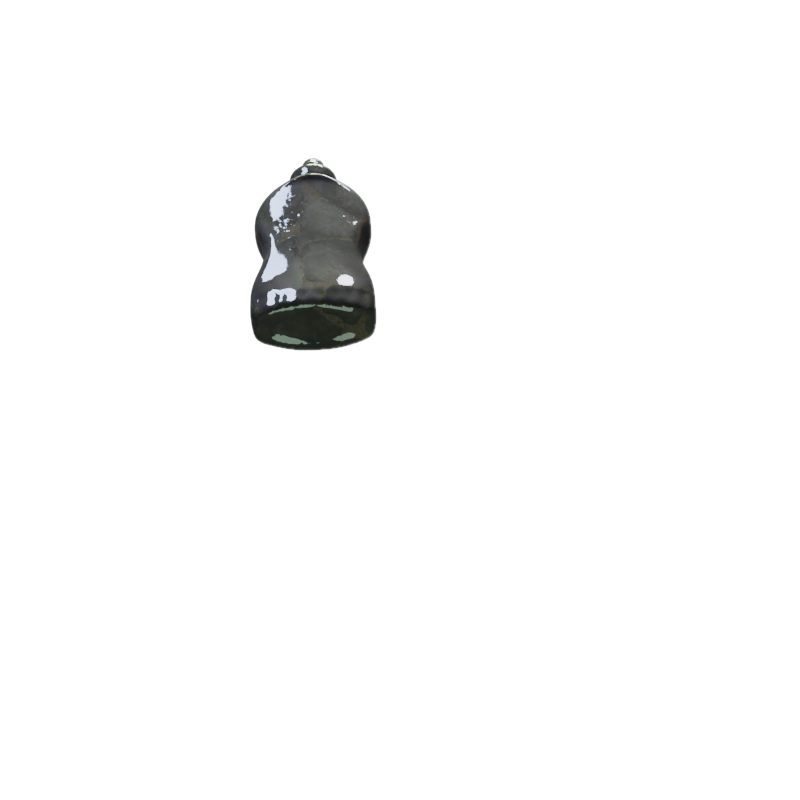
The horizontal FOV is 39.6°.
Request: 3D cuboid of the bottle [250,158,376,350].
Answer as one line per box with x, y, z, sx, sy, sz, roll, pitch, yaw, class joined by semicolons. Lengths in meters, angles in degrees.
-0.071;-0.130;0.908;0.096;0.206;0.054;-5;-42;2;bottle
